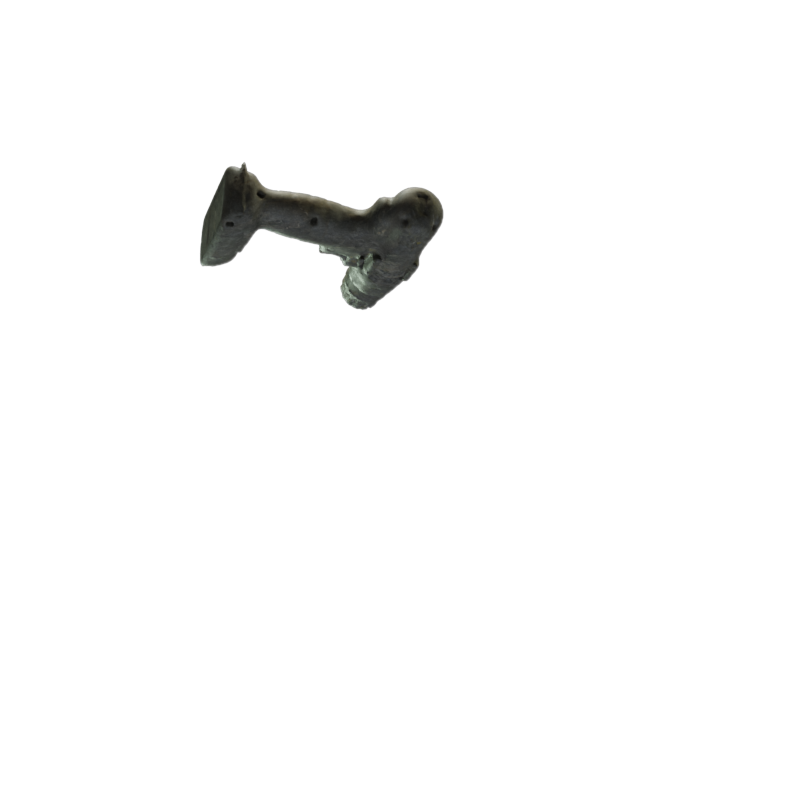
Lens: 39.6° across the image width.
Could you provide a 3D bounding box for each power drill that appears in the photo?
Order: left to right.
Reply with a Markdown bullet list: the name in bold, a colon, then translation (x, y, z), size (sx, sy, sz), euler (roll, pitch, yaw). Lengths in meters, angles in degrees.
- **power drill**: translation (-0.076, -0.138, 0.965), size (0.183, 0.061, 0.178), euler (7, -25, -16)
